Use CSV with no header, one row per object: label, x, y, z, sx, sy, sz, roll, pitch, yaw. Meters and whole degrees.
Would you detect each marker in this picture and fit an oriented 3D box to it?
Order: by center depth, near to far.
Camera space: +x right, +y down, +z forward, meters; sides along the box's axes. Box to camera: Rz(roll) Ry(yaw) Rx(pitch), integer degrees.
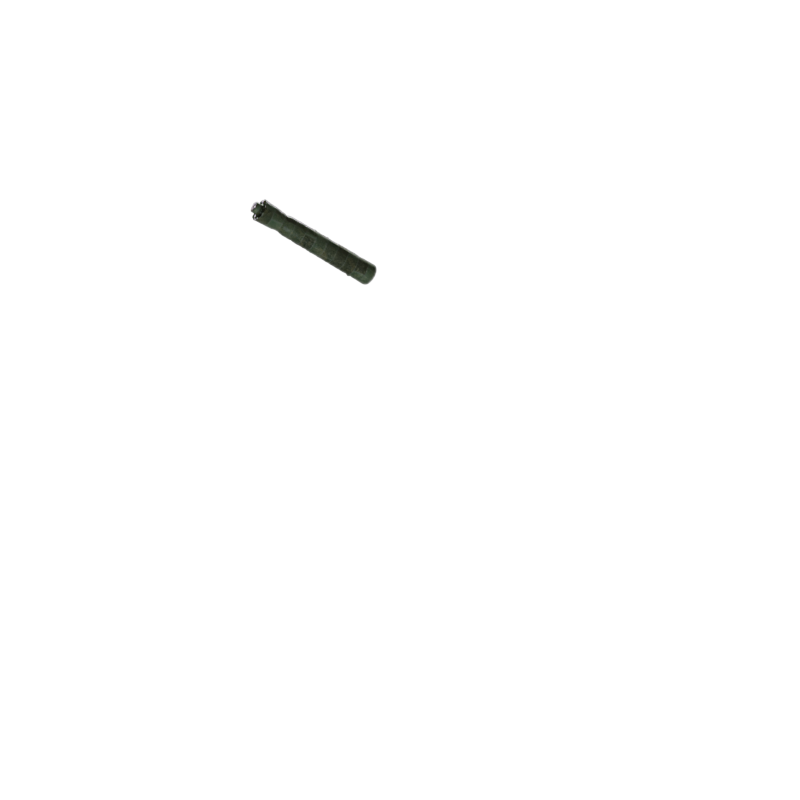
marker,-0.070,-0.129,0.900,0.114,0.020,0.020,28,-11,-26
